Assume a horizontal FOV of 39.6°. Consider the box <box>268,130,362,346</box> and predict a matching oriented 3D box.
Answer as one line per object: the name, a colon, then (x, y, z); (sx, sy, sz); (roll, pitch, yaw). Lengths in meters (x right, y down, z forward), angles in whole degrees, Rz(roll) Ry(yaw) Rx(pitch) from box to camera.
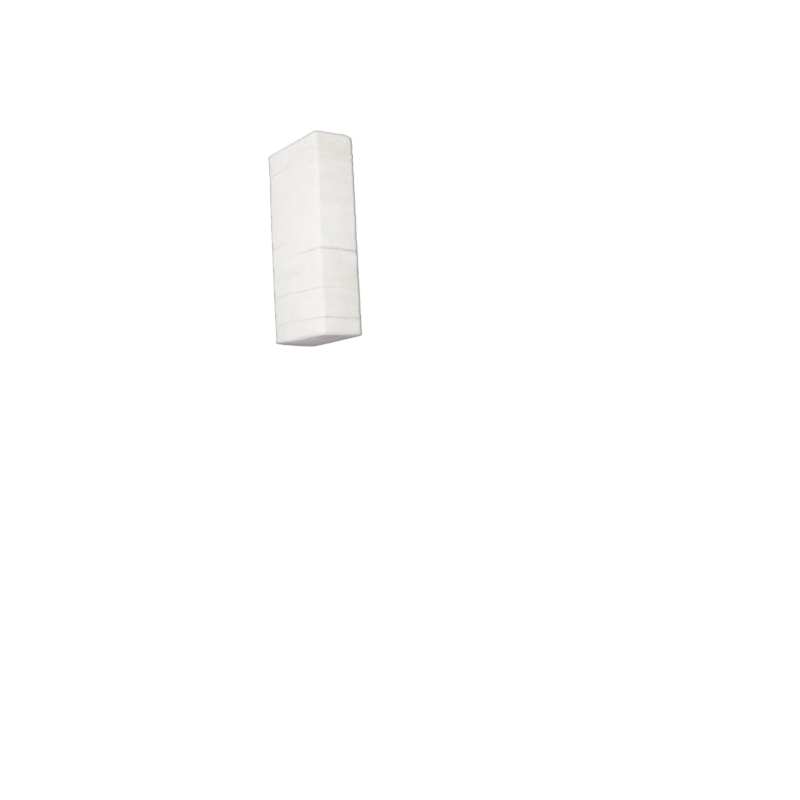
box: (-0.076, -0.139, 0.973); (0.046, 0.181, 0.095); (6, -12, -31)
